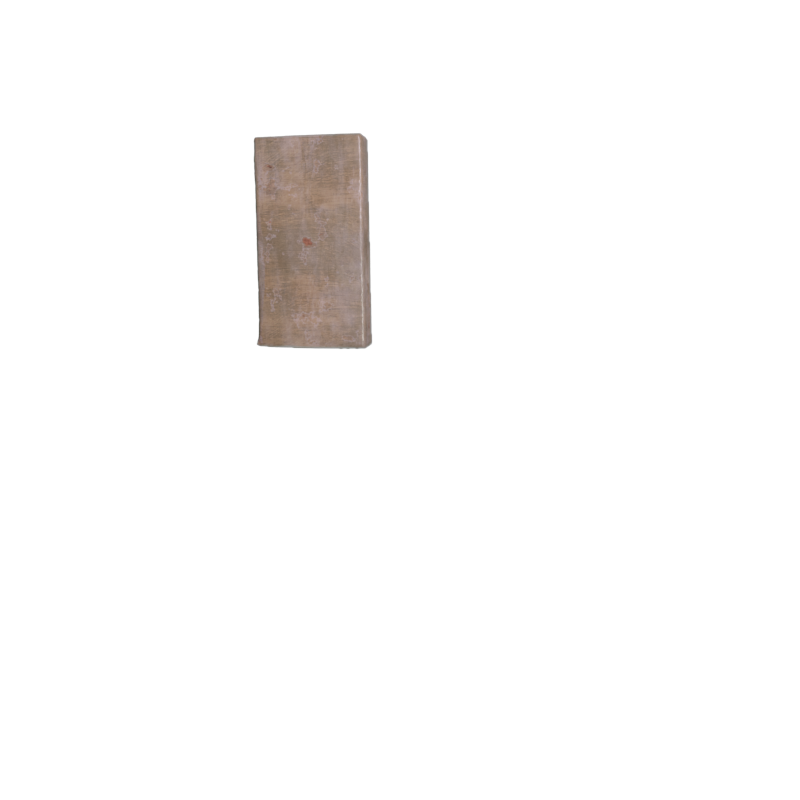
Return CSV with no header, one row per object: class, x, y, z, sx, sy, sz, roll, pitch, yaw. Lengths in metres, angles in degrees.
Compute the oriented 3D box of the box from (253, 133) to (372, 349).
box,-0.072,-0.132,0.926,0.095,0.177,0.047,0,-2,11
